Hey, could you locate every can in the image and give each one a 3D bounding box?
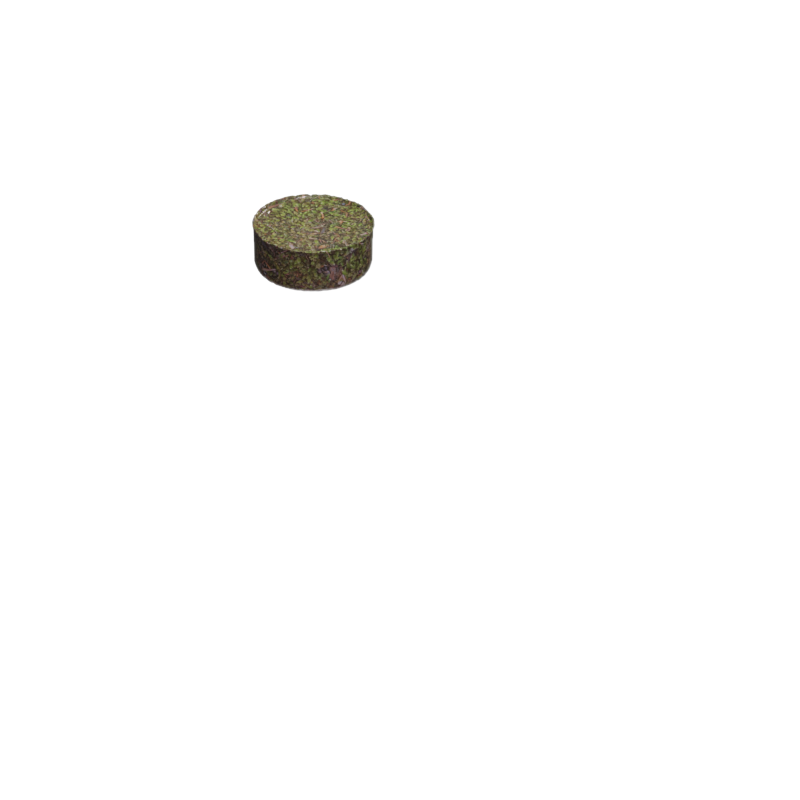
[{"bbox_3d":[-0.062,-0.112,0.786,0.086,0.031,0.092,-1,35,-2],"label":"can"}]
